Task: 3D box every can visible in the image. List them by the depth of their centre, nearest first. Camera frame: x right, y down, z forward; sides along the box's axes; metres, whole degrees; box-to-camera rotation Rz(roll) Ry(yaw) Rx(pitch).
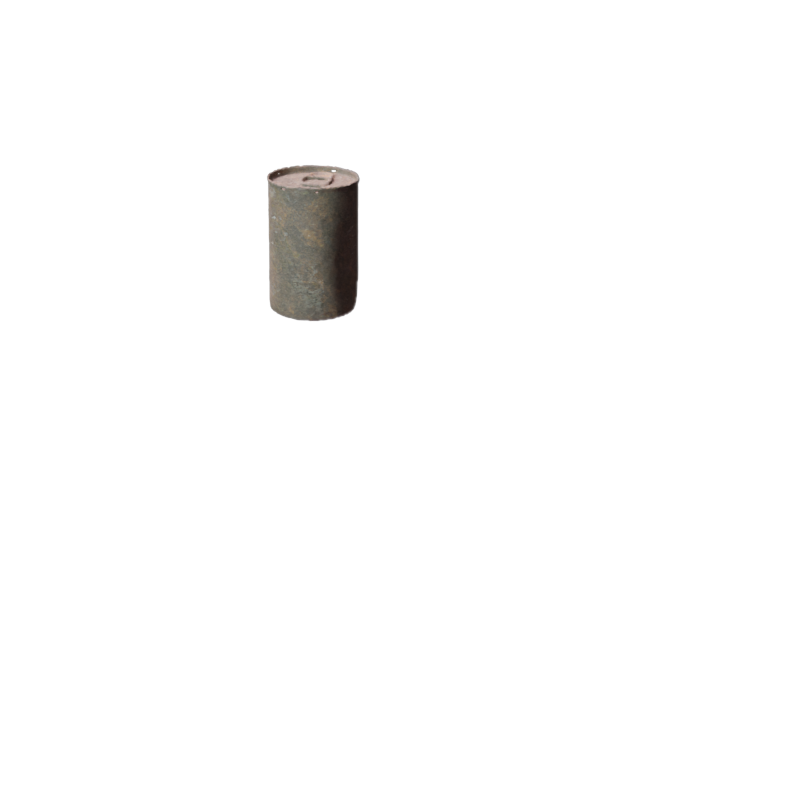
[{"bbox_3d":[-0.065,-0.118,0.828,0.068,0.098,0.072,0,21,-2],"label":"can"}]
